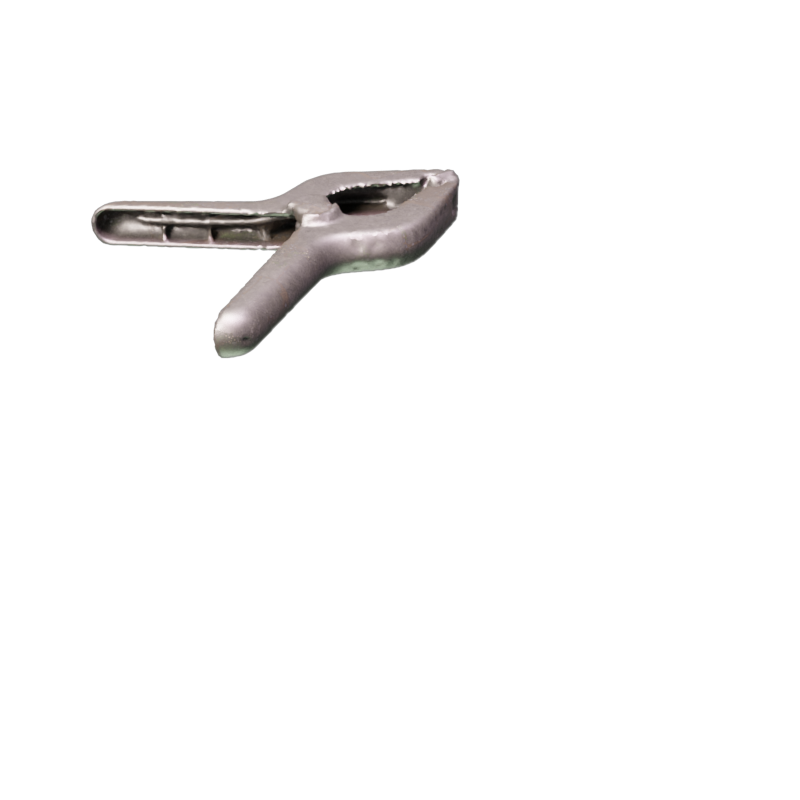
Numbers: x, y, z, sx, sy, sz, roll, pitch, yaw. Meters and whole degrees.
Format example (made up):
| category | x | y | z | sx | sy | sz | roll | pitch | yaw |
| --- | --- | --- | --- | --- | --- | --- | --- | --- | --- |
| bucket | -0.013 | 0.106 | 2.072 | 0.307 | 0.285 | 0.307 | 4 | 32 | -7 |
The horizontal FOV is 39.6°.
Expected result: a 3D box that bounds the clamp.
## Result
| category | x | y | z | sx | sy | sz | roll | pitch | yaw |
| --- | --- | --- | --- | --- | --- | --- | --- | --- | --- |
| clamp | -0.048 | -0.087 | 0.612 | 0.207 | 0.034 | 0.177 | -15 | 36 | -22 |
